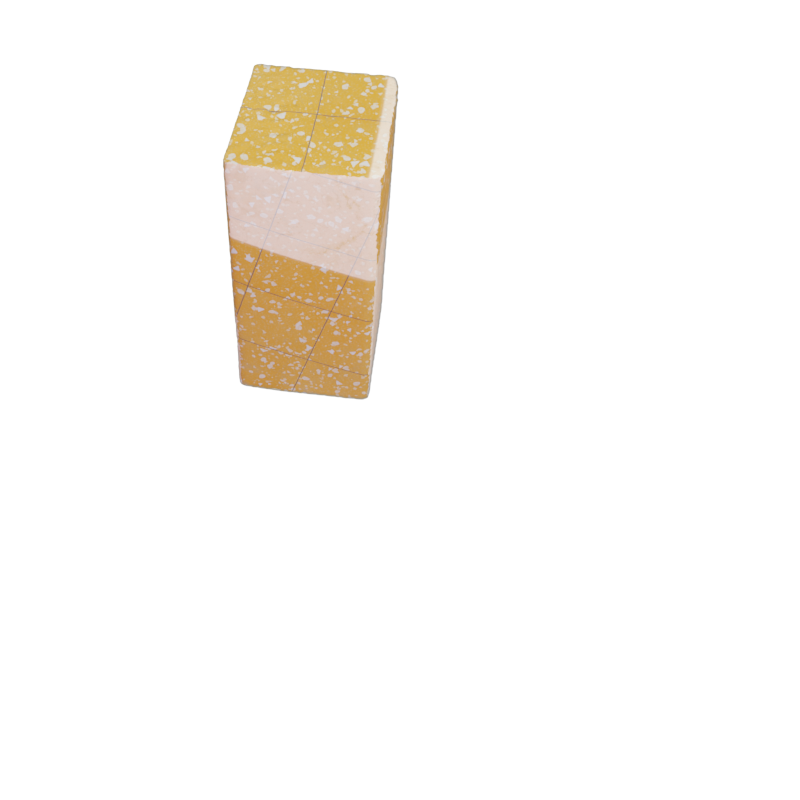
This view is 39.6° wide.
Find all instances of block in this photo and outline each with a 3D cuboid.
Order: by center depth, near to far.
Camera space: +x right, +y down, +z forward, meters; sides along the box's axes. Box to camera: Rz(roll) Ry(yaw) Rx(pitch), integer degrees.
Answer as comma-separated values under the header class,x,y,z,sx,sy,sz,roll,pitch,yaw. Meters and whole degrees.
class,x,y,z,sx,sy,sz,roll,pitch,yaw
block,-0.054,-0.100,0.702,0.091,0.096,0.192,7,-39,2
